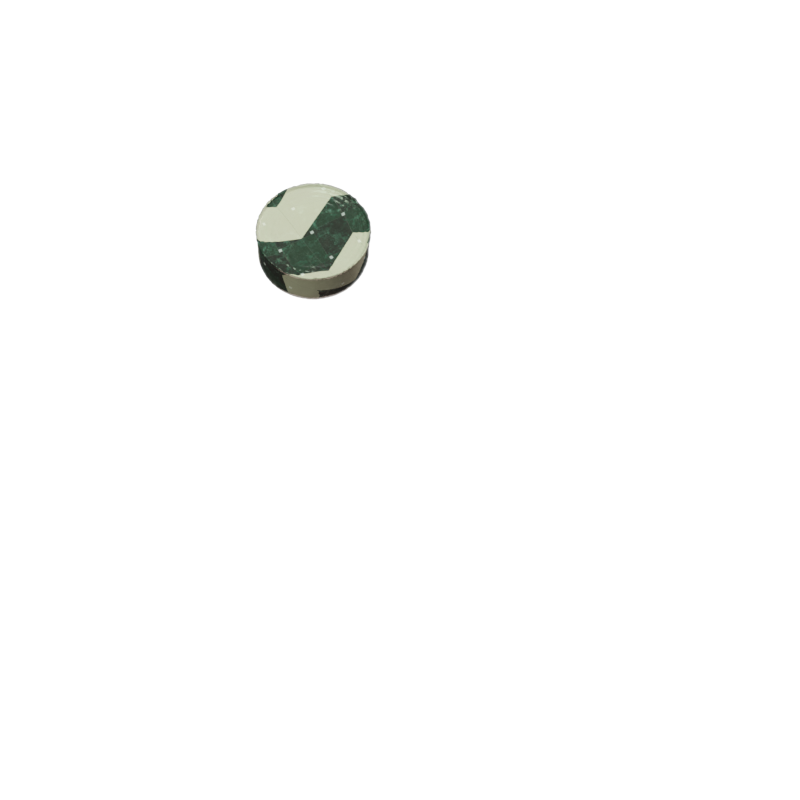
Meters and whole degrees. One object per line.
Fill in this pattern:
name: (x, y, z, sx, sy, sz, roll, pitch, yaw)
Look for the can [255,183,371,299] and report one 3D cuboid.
can: (-0.065, -0.119, 0.837, 0.086, 0.092, 0.031, -1, -31, -1)
